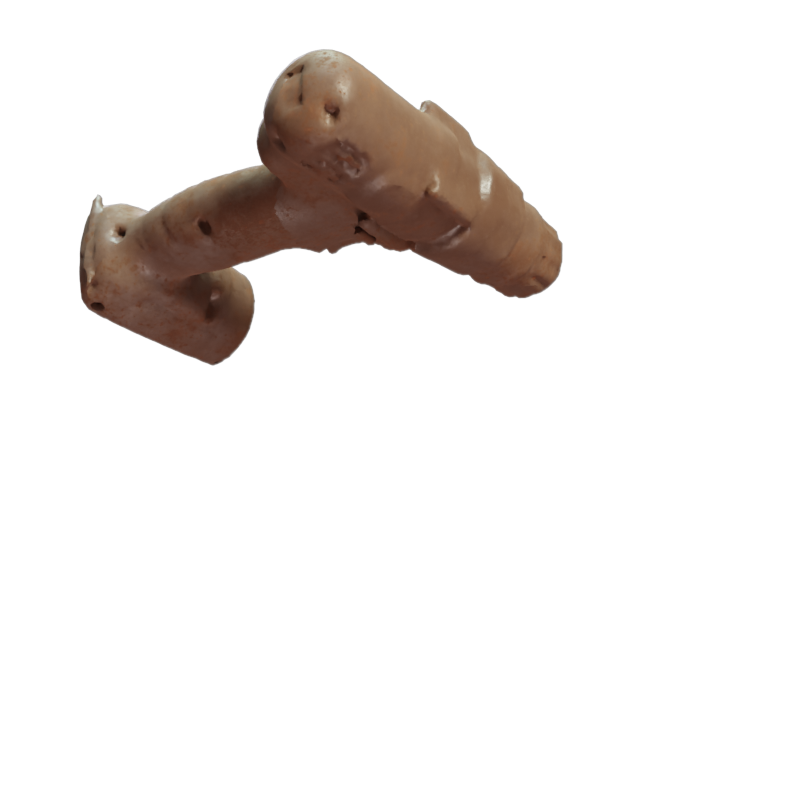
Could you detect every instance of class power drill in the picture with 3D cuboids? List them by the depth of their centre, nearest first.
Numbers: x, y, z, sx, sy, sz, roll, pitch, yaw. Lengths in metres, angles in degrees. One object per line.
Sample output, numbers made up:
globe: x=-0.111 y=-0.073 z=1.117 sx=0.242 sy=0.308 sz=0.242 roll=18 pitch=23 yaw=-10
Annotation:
power drill: x=-0.040 y=-0.073 z=0.513 sx=0.189 sy=0.061 sz=0.172 roll=-20 pitch=-34 yaw=33
